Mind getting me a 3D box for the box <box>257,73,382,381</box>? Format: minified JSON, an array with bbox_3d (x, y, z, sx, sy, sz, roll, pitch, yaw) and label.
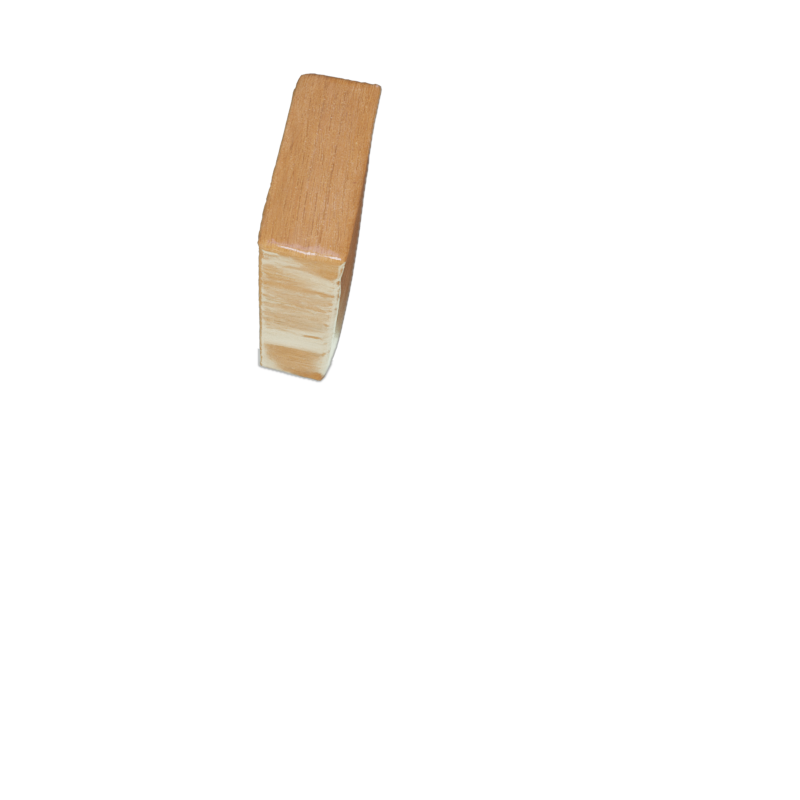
[{"bbox_3d":[-0.045,-0.081,0.566,0.048,0.097,0.168,11,-20,-1],"label":"box"}]
